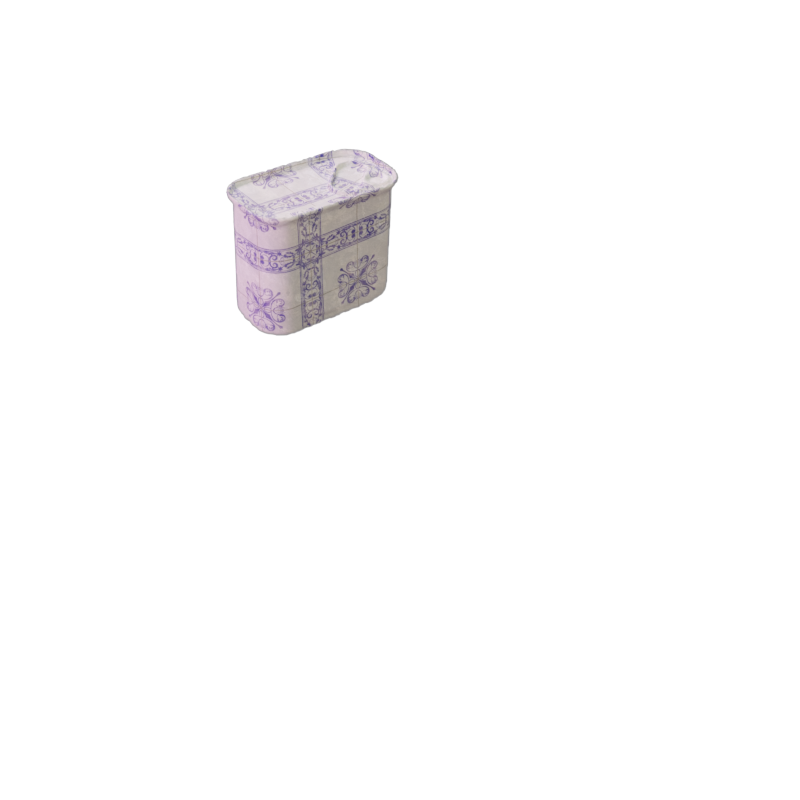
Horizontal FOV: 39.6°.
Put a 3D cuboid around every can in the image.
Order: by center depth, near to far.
[{"bbox_3d":[-0.053,-0.097,0.677,0.101,0.078,0.062,-23,41,-30],"label":"can"}]
